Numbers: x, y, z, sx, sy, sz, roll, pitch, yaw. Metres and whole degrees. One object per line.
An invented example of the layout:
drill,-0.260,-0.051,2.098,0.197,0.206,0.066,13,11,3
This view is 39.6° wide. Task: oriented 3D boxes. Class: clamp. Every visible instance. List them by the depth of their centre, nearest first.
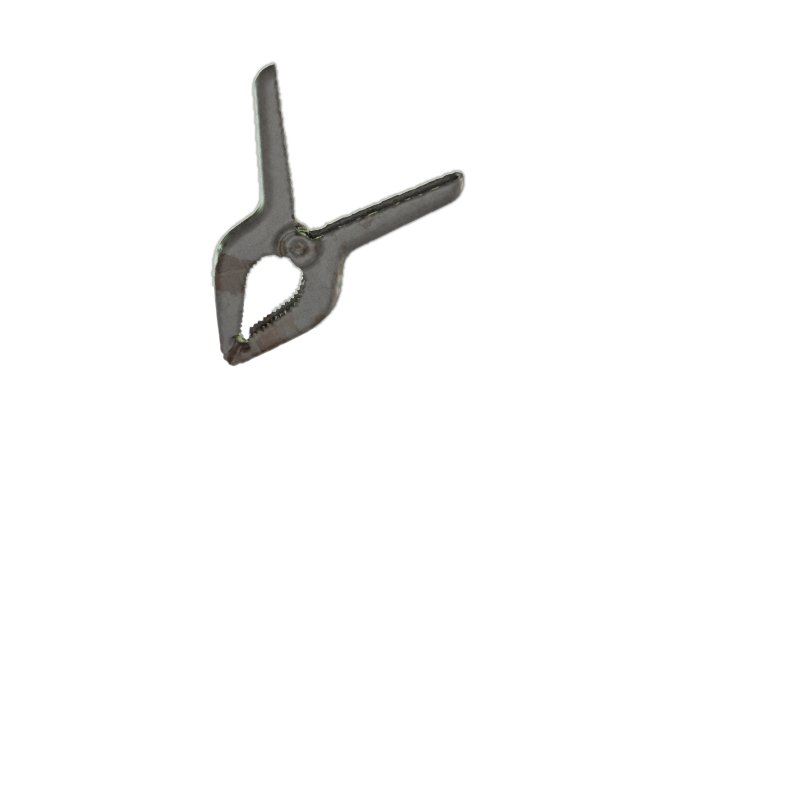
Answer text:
clamp,-0.062,-0.113,0.791,0.162,0.206,0.038,23,13,-6
